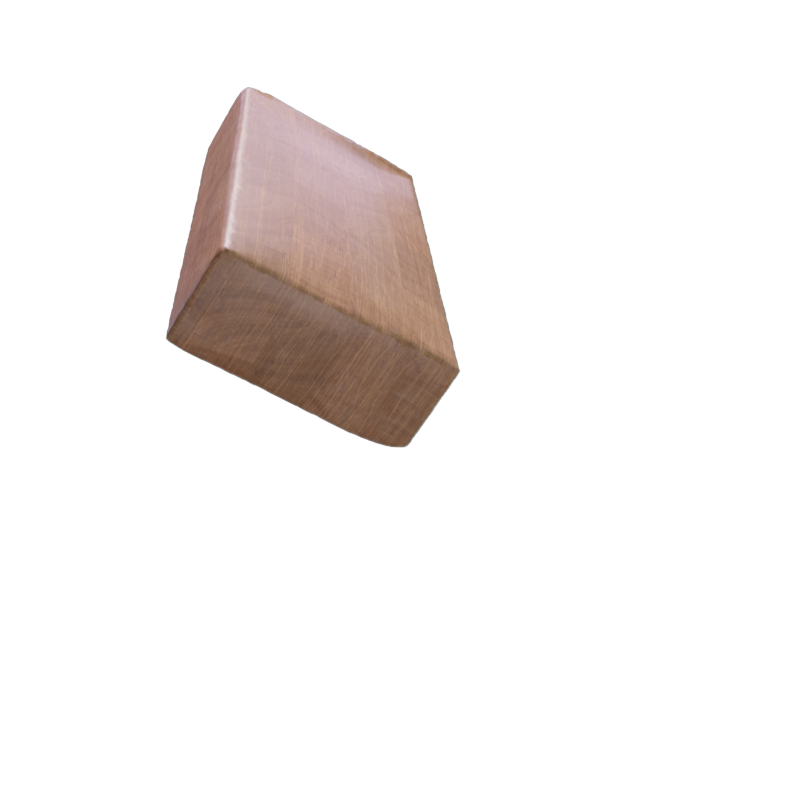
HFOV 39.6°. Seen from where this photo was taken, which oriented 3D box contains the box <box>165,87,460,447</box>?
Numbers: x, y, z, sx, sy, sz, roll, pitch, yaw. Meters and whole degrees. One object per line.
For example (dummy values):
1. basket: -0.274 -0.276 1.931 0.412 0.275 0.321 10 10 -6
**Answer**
1. box: -0.034 -0.063 0.438 0.090 0.047 0.188 25 28 -18
